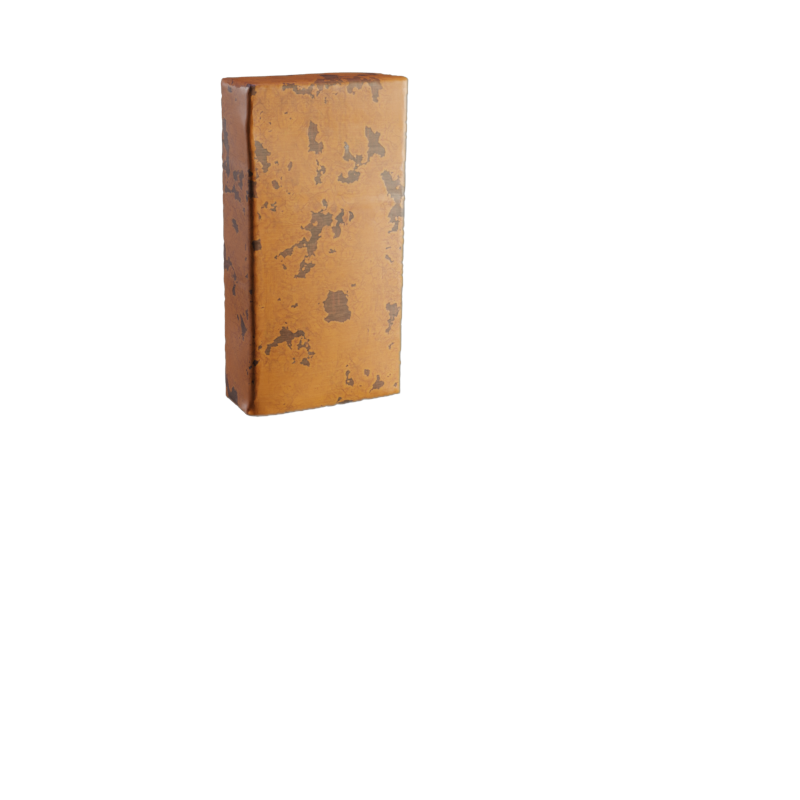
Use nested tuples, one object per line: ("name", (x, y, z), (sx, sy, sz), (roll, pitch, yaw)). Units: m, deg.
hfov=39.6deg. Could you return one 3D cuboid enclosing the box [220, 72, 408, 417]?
("box", (-0.046, -0.084, 0.591), (0.091, 0.171, 0.051), (-7, 15, -28))
